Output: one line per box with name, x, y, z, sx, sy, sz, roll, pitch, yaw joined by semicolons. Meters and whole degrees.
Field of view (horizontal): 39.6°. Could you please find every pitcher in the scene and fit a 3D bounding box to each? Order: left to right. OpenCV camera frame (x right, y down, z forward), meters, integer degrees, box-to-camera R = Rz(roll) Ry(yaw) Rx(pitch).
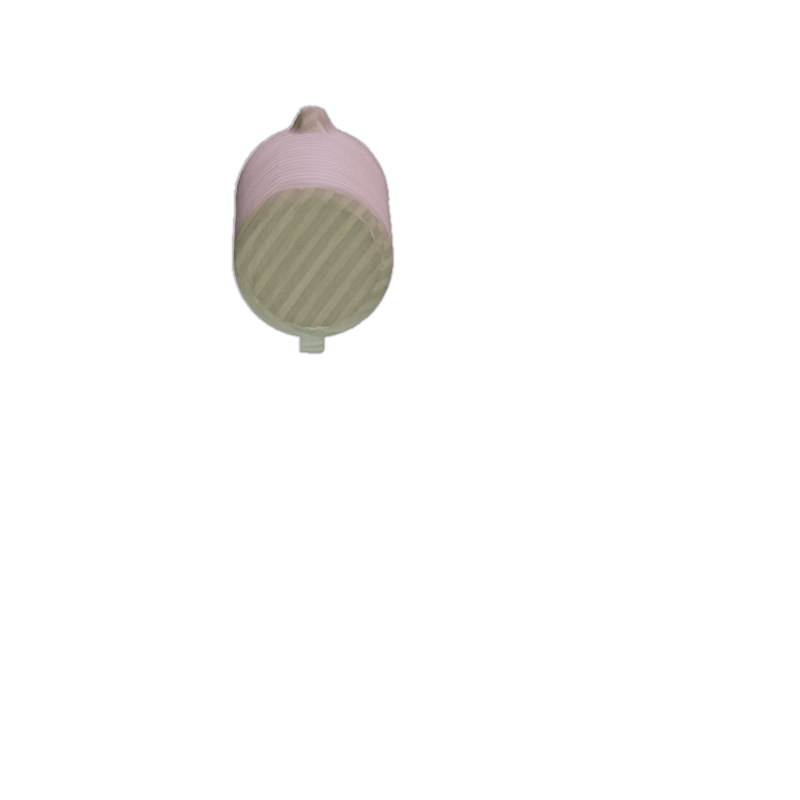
pitcher;-0.067;-0.122;0.852;0.144;0.145;0.253;-42;16;10
